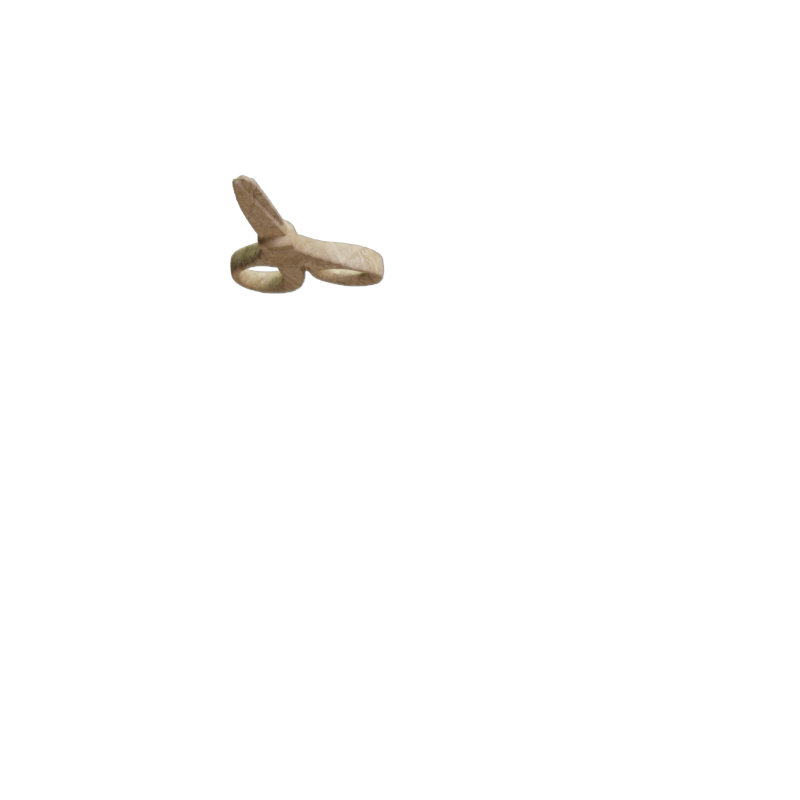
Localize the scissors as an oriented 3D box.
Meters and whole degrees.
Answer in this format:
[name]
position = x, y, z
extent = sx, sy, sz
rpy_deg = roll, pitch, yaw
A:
[scissors]
position = -0.045, -0.081, 0.570
extent = 0.095, 0.016, 0.199
rpy_deg = 1, -7, -11
